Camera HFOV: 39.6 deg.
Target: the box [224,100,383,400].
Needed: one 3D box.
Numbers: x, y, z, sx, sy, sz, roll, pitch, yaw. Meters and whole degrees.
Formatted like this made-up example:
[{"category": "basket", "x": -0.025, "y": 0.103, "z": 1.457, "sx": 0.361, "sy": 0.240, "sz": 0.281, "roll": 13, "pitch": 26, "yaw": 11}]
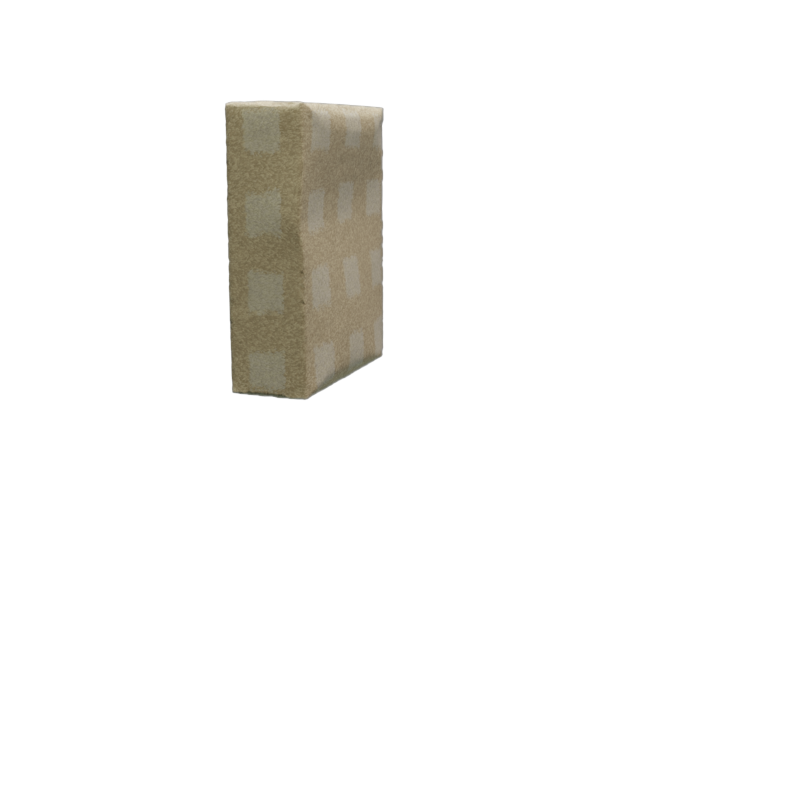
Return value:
[{"category": "box", "x": -0.067, "y": -0.123, "z": 0.861, "sx": 0.074, "sy": 0.210, "sz": 0.162, "roll": 3, "pitch": 9, "yaw": 20}]
